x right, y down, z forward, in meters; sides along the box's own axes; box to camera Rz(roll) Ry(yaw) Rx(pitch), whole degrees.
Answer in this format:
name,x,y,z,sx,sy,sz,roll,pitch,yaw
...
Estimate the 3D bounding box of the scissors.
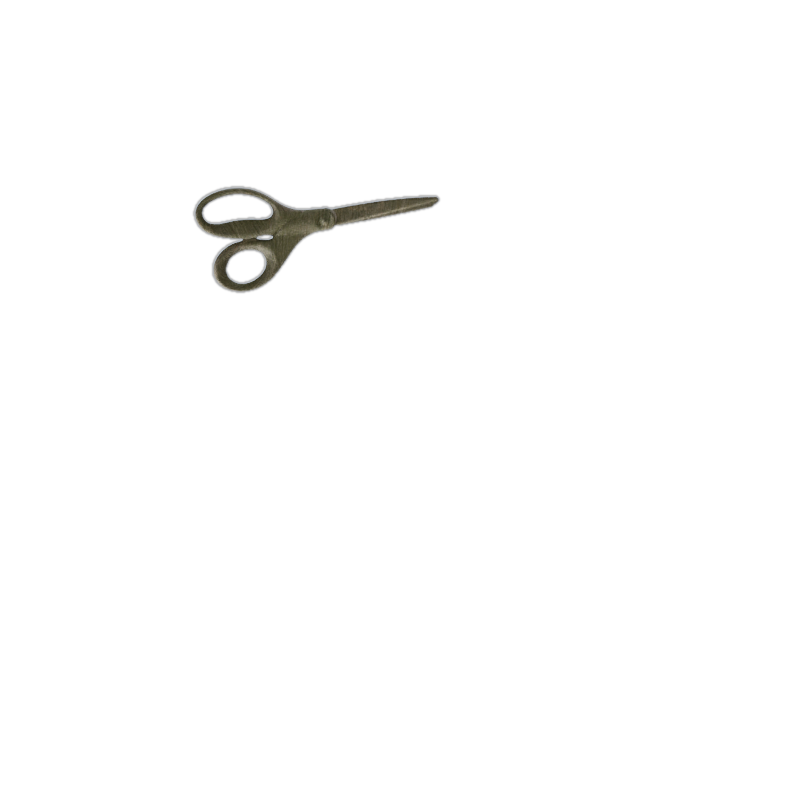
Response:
name,x,y,z,sx,sy,sz,roll,pitch,yaw
scissors,-0.073,-0.132,0.926,0.201,0.095,0.016,6,4,0
